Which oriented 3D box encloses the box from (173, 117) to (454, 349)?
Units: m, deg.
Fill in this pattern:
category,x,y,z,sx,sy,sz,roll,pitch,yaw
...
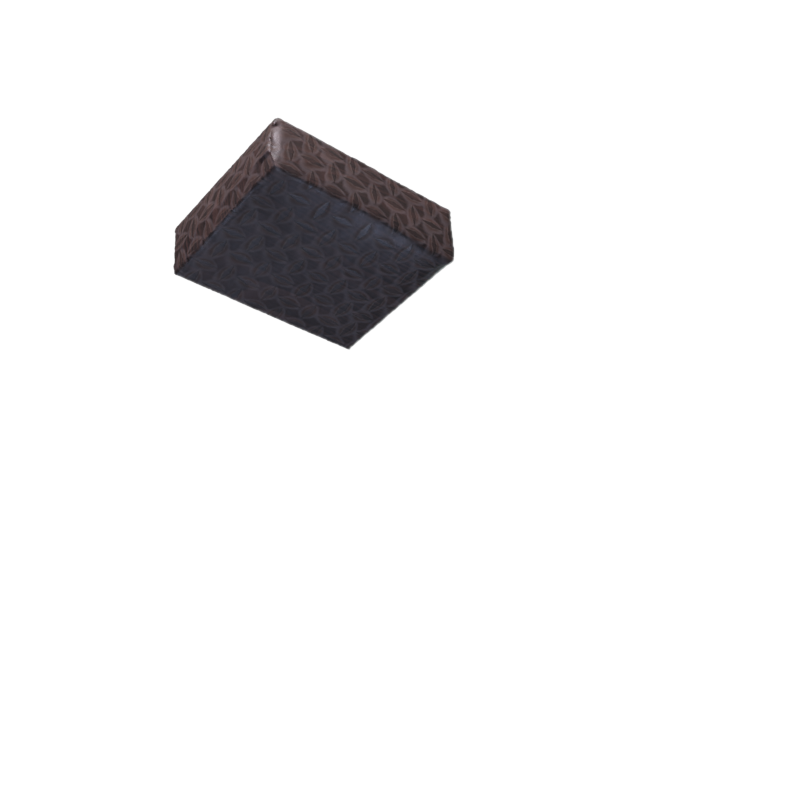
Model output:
category,x,y,z,sx,sy,sz,roll,pitch,yaw
box,-0.043,-0.079,0.553,0.107,0.042,0.088,26,-47,-28
